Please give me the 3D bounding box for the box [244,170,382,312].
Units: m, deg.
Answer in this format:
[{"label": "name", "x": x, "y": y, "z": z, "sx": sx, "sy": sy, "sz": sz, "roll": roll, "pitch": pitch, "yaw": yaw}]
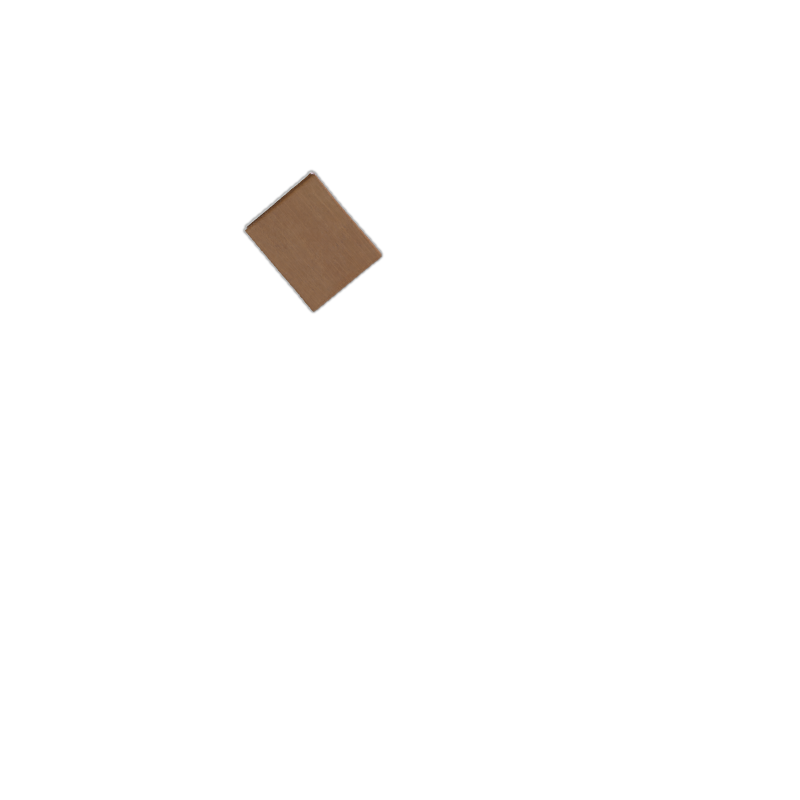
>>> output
[{"label": "box", "x": -0.070, "y": -0.127, "z": 0.891, "sx": 0.073, "sy": 0.088, "sz": 0.031, "roll": -40, "pitch": 5, "yaw": 4}]
